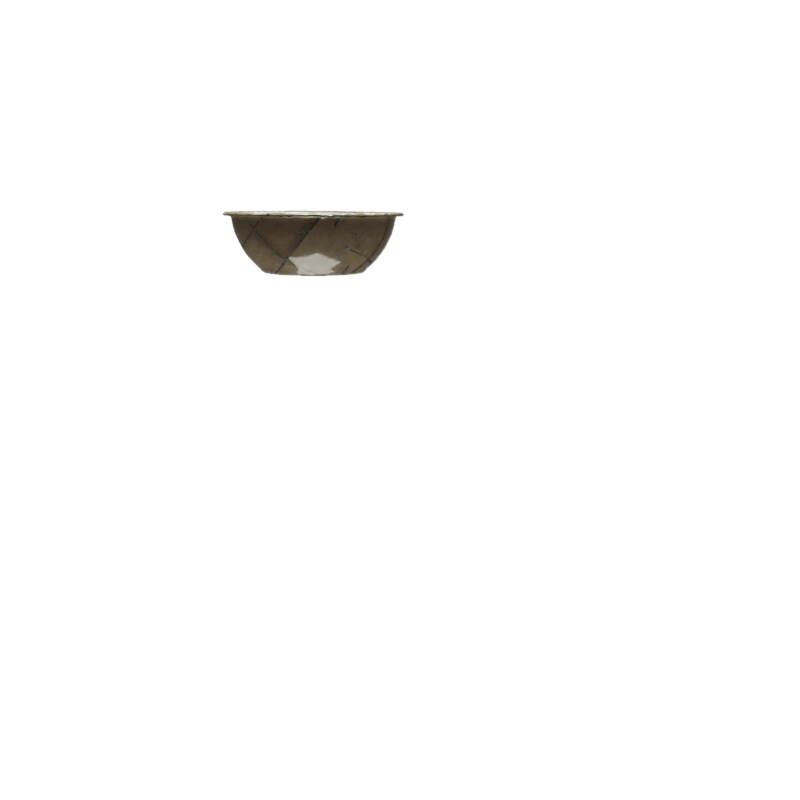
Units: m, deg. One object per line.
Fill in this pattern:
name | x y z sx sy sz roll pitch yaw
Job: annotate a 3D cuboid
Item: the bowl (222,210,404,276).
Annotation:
bowl | -0.078 -0.142 0.994 0.162 0.054 0.165 0 10 -2
